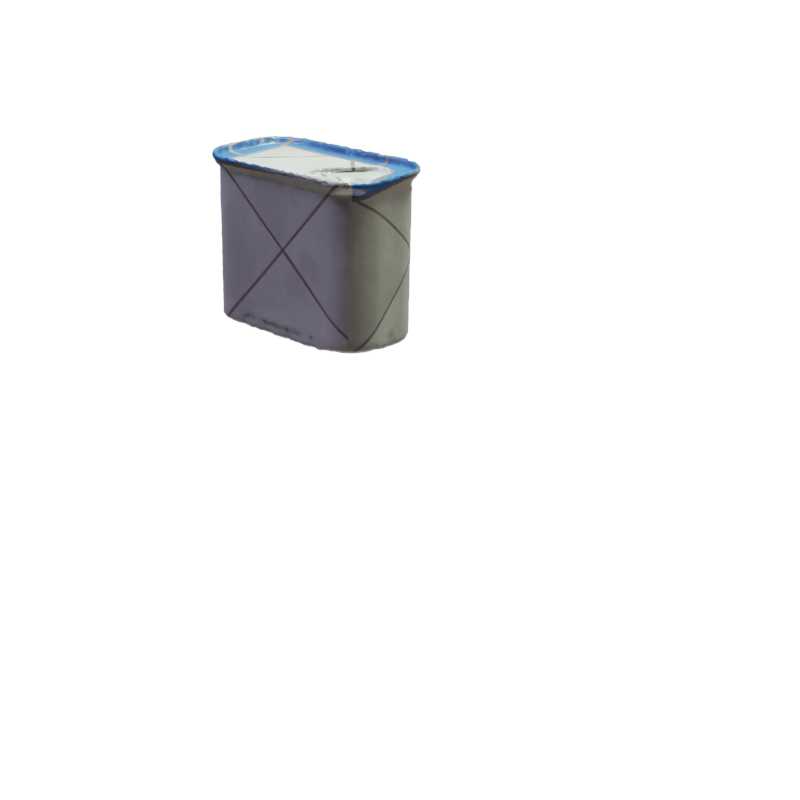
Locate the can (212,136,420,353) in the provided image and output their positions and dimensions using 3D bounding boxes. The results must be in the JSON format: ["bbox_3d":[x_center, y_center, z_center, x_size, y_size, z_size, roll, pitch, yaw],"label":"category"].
[{"bbox_3d":[-0.042,-0.076,0.532,0.108,0.080,0.057,19,27,38],"label":"can"}]
